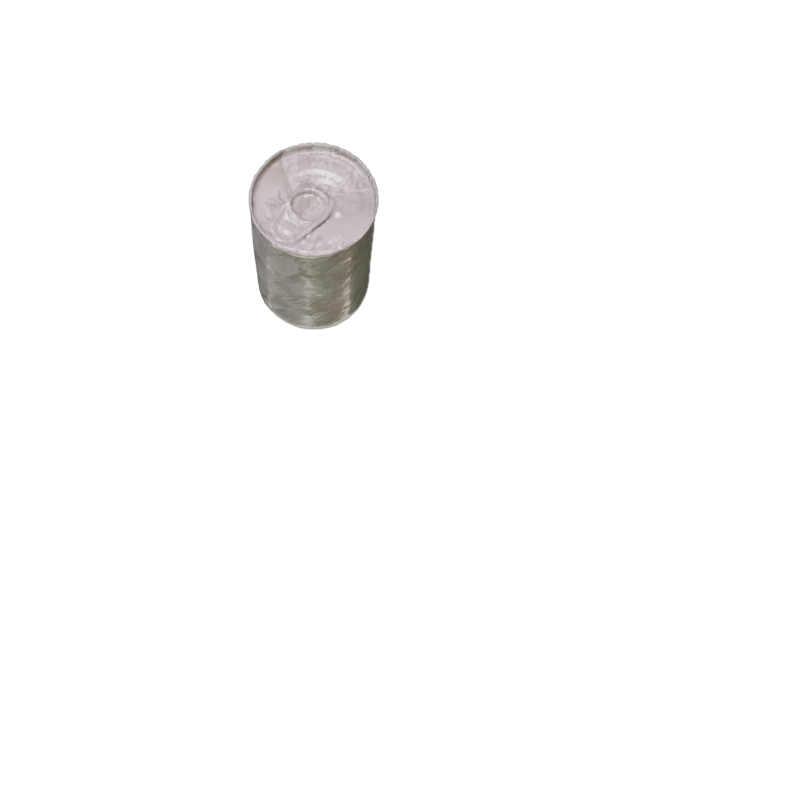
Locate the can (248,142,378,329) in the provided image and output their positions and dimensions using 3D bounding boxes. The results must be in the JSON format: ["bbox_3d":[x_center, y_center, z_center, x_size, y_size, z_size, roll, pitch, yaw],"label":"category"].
[{"bbox_3d":[-0.049,-0.089,0.621,0.068,0.072,0.097,0,-22,-3],"label":"can"}]
